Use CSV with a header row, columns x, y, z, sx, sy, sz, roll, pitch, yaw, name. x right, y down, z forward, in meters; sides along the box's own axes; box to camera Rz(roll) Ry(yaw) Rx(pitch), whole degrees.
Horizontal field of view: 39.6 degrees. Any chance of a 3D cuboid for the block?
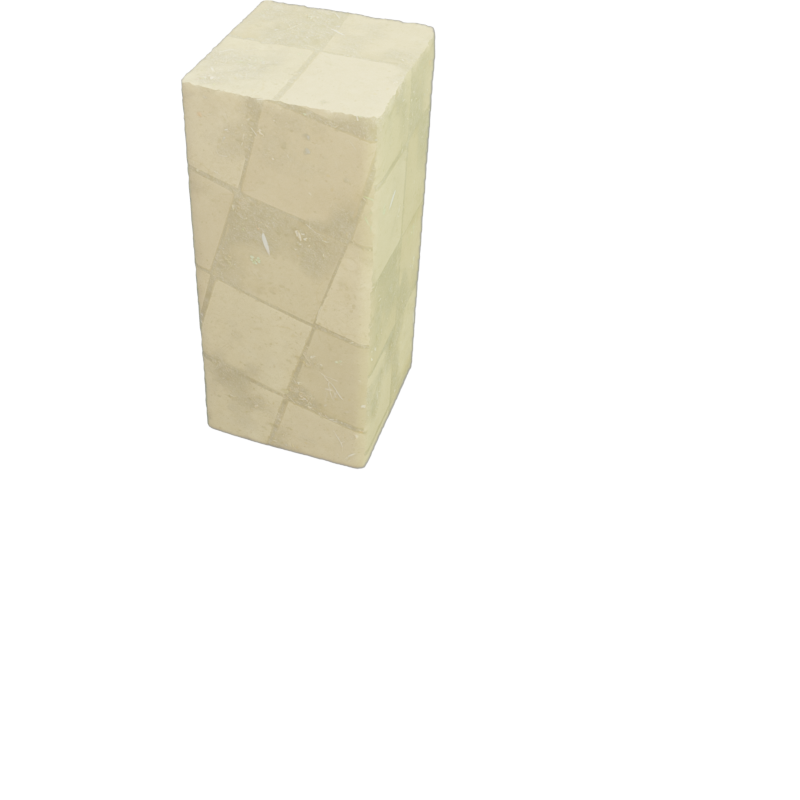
x,y,z,sx,sy,sz,roll,pitch,yaw,name
-0.042,-0.077,0.544,0.093,0.192,0.094,14,41,13,block
